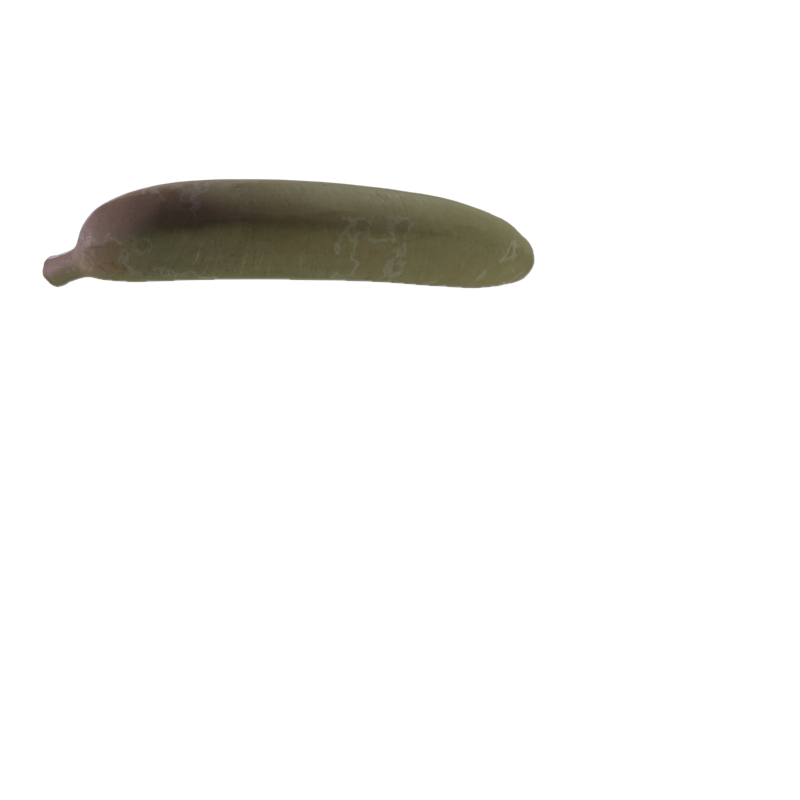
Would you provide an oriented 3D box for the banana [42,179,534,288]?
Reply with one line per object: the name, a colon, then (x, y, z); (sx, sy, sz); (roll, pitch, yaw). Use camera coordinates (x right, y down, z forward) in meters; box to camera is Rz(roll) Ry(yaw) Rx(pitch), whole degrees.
banana: (-0.032, -0.061, 0.415); (0.194, 0.037, 0.070); (0, 1, -13)
